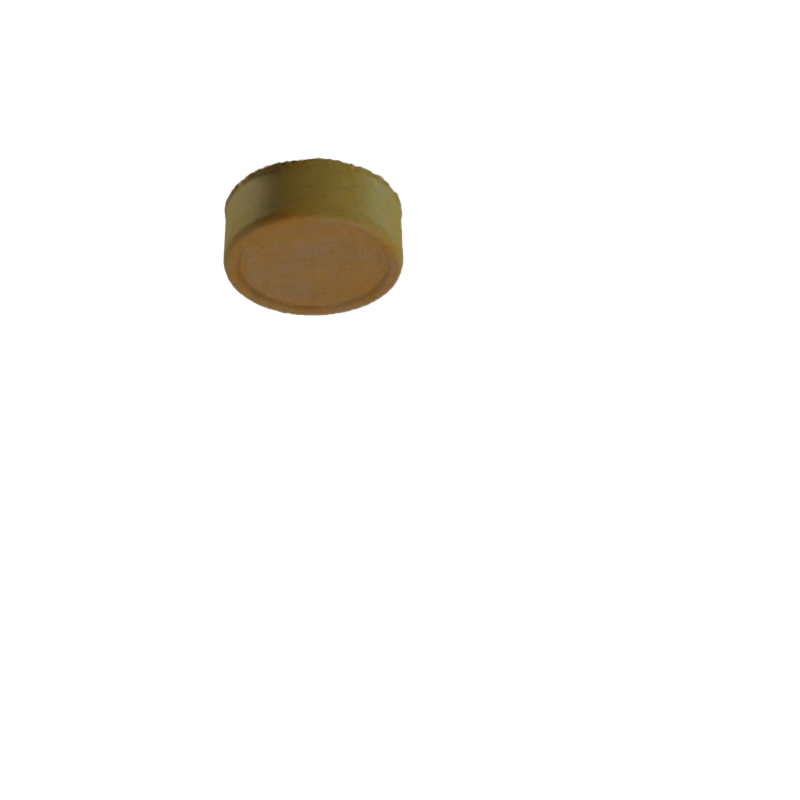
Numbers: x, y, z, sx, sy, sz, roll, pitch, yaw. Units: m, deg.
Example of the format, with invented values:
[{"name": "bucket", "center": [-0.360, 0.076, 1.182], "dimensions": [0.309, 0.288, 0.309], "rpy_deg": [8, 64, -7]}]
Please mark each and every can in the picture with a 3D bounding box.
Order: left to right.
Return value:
[{"name": "can", "center": [-0.041, -0.075, 0.526], "dimensions": [0.086, 0.036, 0.081], "rpy_deg": [1, -30, -2]}]
